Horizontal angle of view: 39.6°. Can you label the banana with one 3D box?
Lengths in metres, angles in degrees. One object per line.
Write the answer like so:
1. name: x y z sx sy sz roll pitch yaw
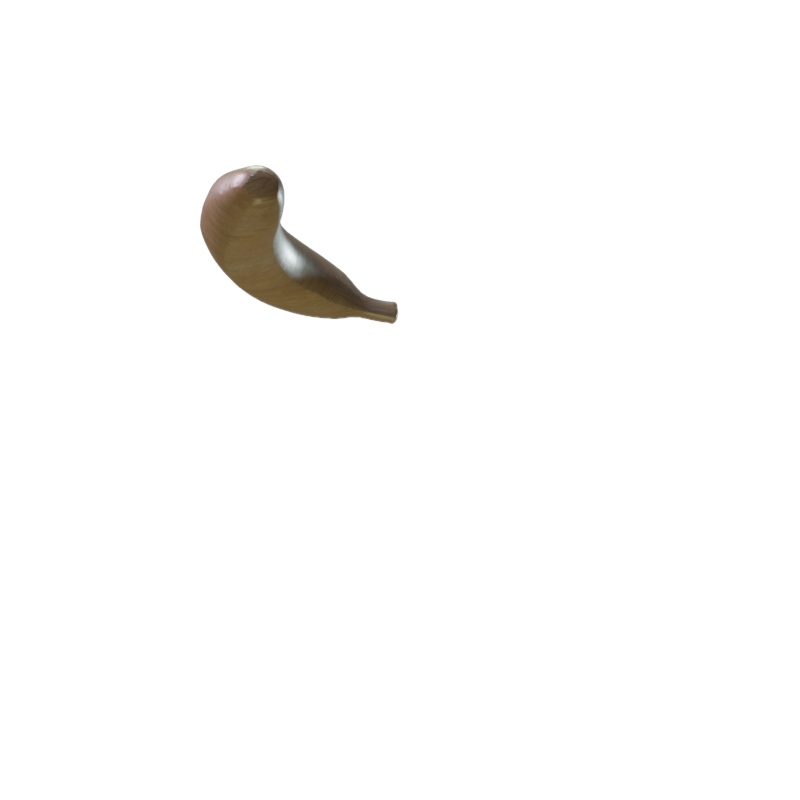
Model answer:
1. banana: -0.059 -0.075 0.547 0.071 0.038 0.187 -4 -12 16
